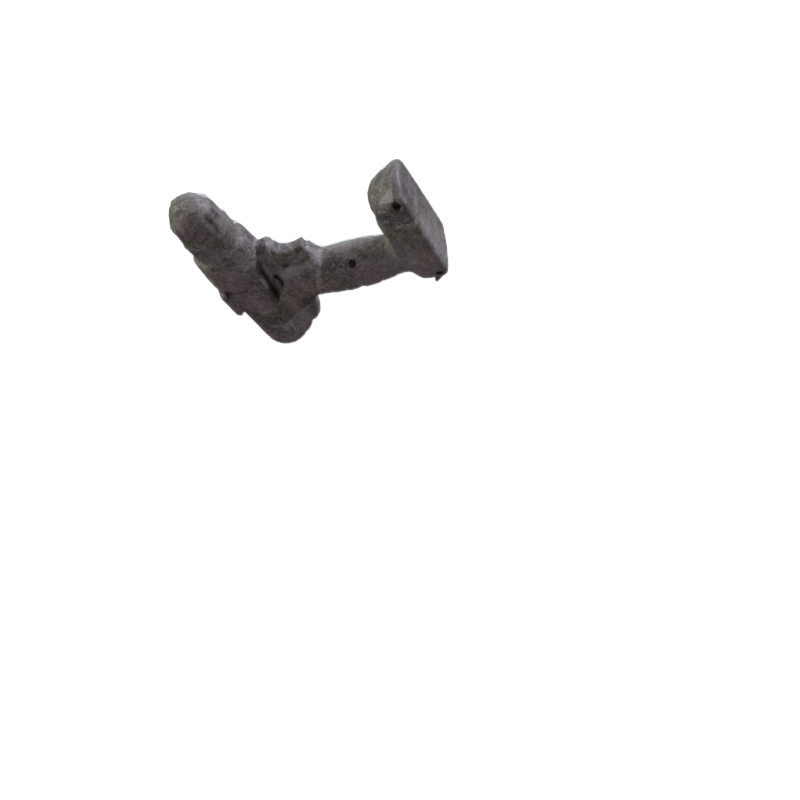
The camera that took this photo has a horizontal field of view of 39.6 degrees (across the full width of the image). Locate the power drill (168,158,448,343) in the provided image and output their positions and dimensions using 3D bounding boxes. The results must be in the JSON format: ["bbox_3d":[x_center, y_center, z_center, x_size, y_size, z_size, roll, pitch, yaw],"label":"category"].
[{"bbox_3d":[-0.070,-0.127,0.890,0.189,0.061,0.170,-16,-37,22],"label":"power drill"}]
